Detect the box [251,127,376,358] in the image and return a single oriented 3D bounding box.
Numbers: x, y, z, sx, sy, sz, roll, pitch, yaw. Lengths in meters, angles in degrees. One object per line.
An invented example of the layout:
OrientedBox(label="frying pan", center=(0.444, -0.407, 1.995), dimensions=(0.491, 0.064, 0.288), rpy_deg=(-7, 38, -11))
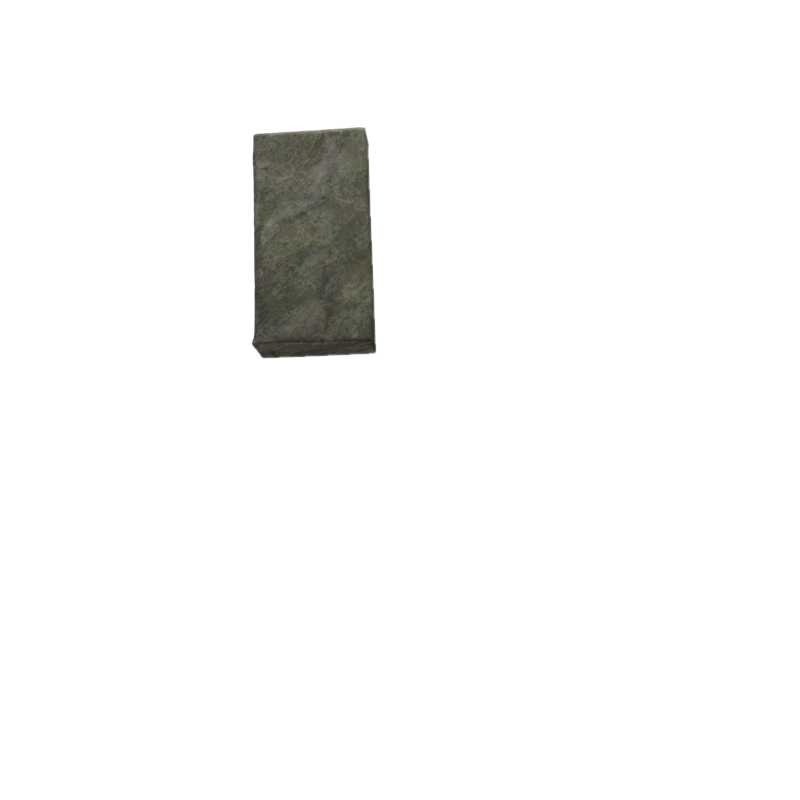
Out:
OrientedBox(label="box", center=(-0.068, -0.124, 0.871), dimensions=(0.094, 0.185, 0.045), rpy_deg=(-3, -20, 5))
